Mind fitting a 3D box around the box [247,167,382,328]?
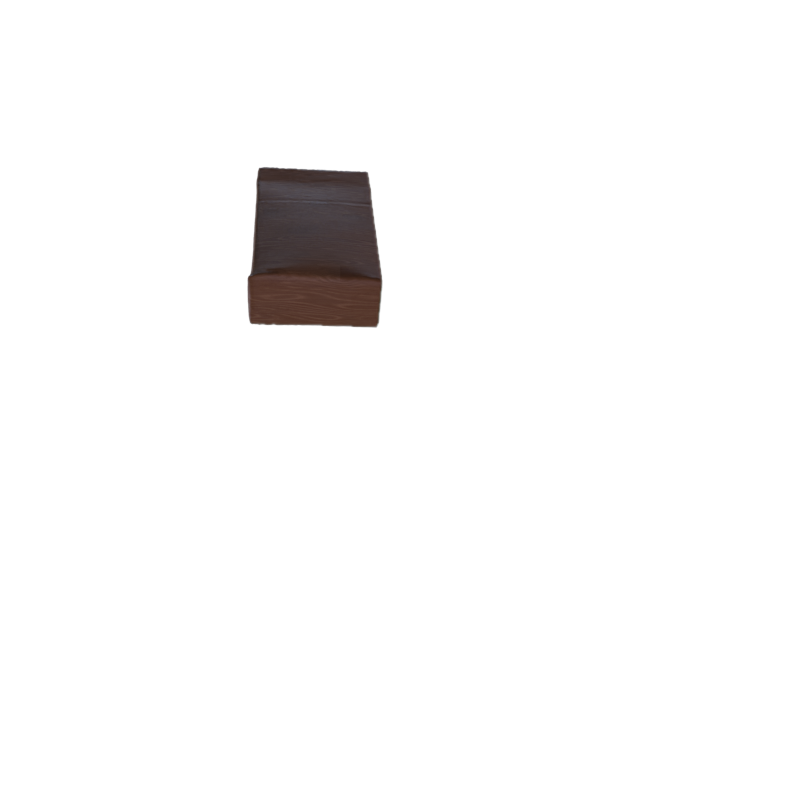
[{"bbox_3d":[-0.065,-0.119,0.836,0.093,0.045,0.188,1,32,-4],"label":"box"}]
